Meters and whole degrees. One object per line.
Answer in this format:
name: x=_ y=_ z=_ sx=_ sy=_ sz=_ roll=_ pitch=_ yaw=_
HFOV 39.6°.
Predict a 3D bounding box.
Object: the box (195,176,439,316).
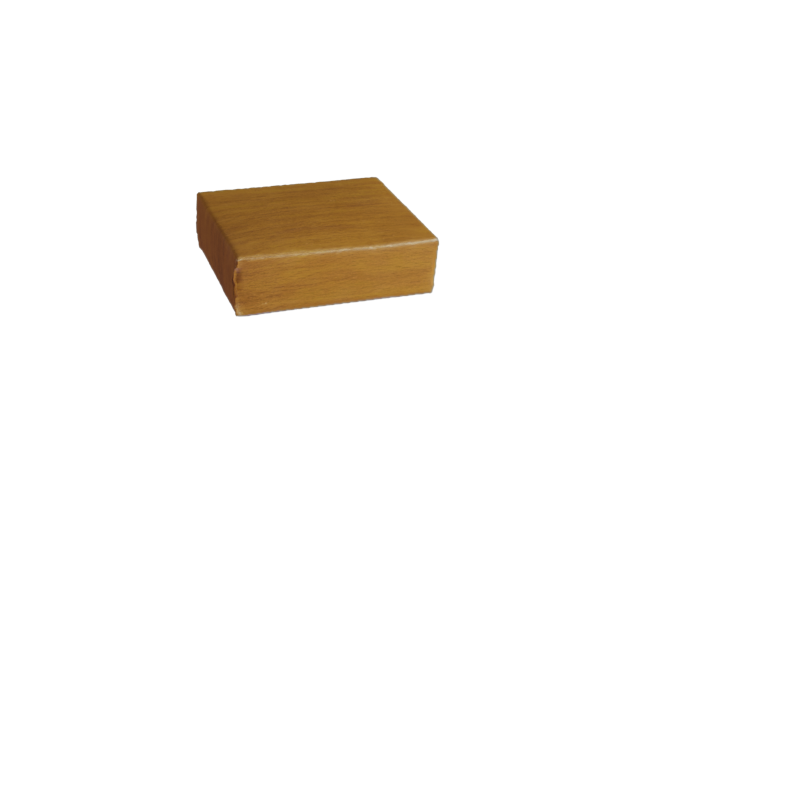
box: x=-0.048 y=-0.087 z=0.607 sx=0.112 sy=0.037 sz=0.097 roll=-10 pitch=32 yaw=-17
